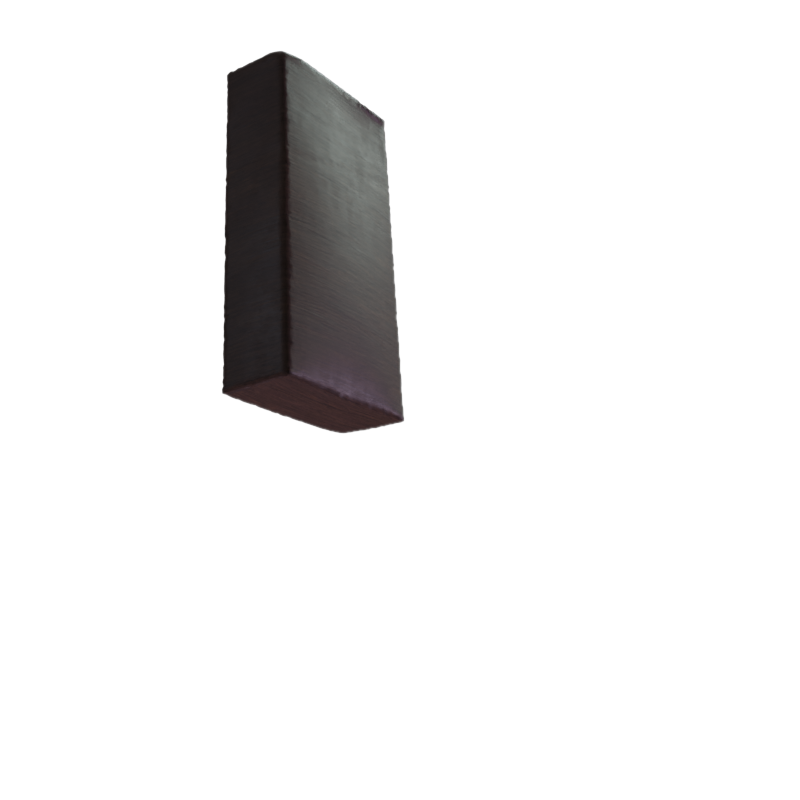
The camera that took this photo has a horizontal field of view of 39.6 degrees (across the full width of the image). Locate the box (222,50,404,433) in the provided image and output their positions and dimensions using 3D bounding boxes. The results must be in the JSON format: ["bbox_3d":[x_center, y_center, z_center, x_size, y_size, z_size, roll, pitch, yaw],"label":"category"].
[{"bbox_3d":[-0.043,-0.079,0.555,0.049,0.186,0.087,-18,-28,33],"label":"box"}]
